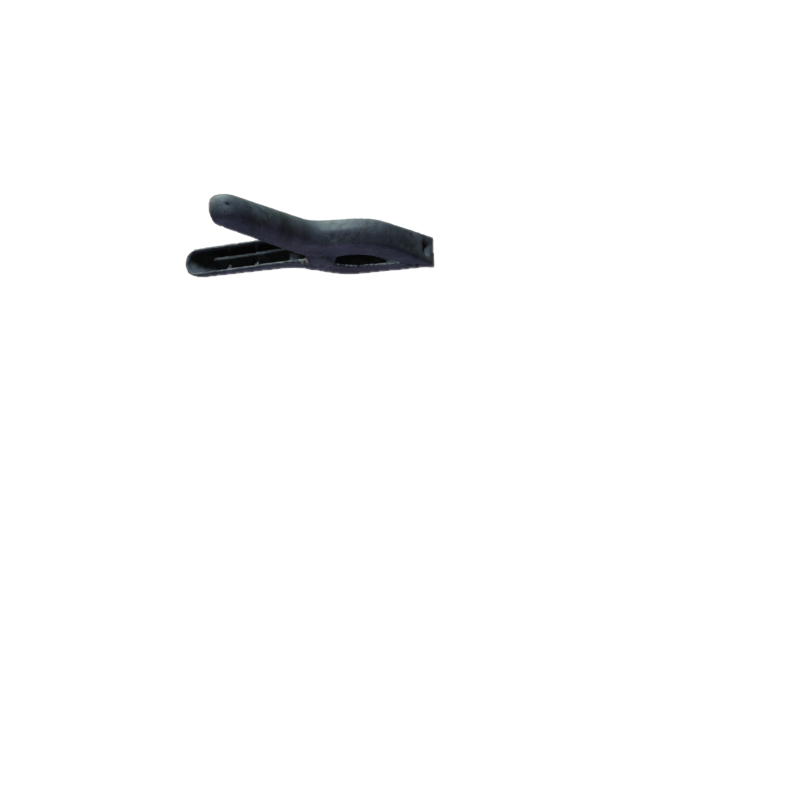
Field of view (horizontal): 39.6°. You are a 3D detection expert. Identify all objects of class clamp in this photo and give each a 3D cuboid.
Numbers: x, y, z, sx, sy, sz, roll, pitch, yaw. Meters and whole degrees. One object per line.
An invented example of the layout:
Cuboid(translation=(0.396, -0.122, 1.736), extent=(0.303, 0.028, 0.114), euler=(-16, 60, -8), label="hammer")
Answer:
Cuboid(translation=(-0.071, -0.130, 0.912), extent=(0.208, 0.038, 0.161), euler=(1, -9, -7), label="clamp")
